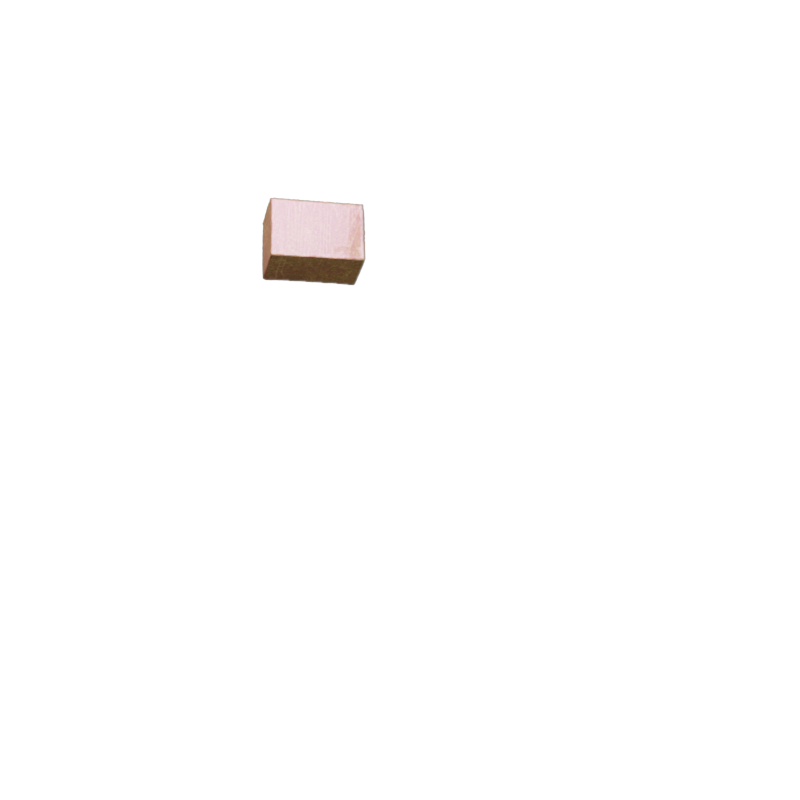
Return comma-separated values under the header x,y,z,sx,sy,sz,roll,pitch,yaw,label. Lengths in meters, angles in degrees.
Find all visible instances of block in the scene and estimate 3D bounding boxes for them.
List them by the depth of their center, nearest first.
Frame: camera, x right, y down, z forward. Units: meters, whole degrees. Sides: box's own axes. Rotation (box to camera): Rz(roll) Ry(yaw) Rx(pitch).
x,y,z,sx,sy,sz,roll,pitch,yaw,label
-0.070,-0.128,0.895,0.077,0.054,0.051,3,-22,-11,block
